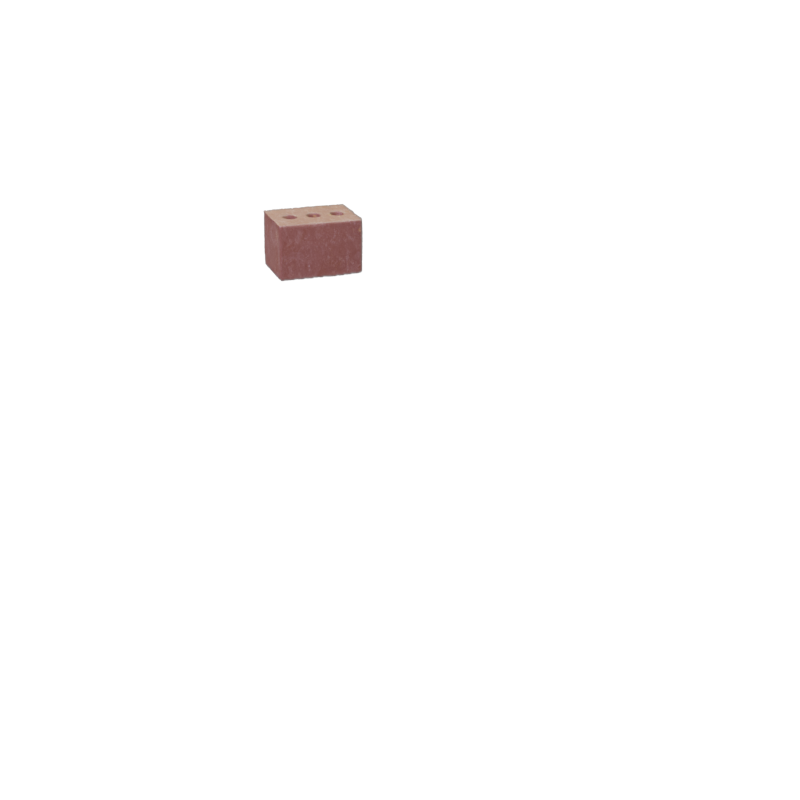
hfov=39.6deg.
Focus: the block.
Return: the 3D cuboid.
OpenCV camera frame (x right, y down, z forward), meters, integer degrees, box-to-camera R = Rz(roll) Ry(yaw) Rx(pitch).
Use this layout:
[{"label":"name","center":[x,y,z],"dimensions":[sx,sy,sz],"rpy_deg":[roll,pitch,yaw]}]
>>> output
[{"label":"block","center":[-0.077,-0.140,0.982],"dimensions":[0.076,0.049,0.056],"rpy_deg":[-7,23,-18]}]
